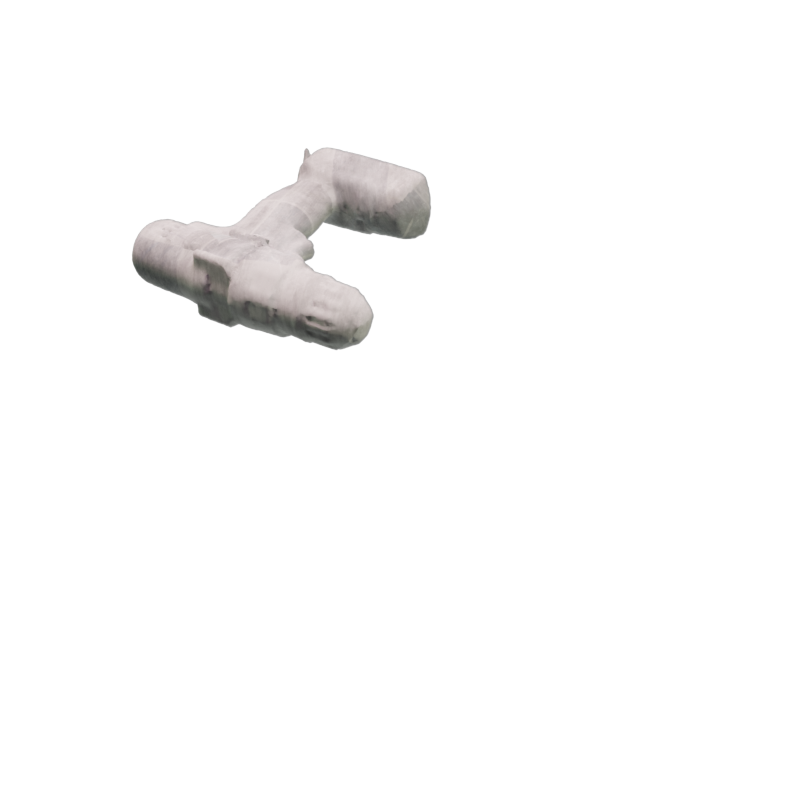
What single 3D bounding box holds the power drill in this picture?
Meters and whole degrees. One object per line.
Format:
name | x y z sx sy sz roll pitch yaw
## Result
power drill | -0.059 -0.107 0.752 0.195 0.054 0.189 21 39 29
